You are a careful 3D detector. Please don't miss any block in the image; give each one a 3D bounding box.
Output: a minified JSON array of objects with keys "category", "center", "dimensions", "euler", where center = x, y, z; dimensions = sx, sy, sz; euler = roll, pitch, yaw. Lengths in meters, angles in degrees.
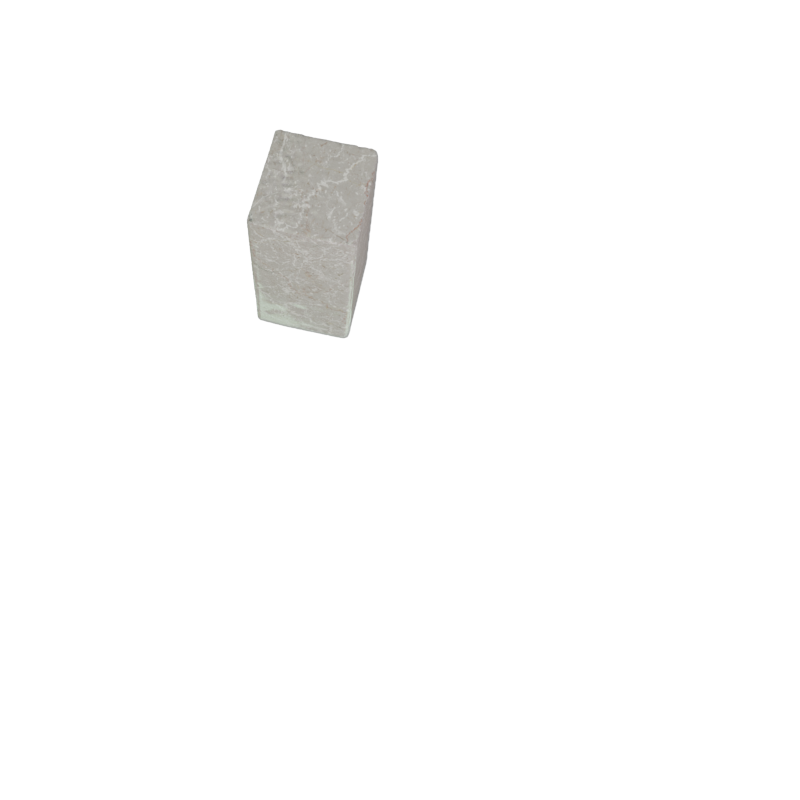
[{"category":"block","center":[-0.076,-0.138,0.972],"dimensions":[0.091,0.095,0.196],"euler":[13,-20,1]}]
